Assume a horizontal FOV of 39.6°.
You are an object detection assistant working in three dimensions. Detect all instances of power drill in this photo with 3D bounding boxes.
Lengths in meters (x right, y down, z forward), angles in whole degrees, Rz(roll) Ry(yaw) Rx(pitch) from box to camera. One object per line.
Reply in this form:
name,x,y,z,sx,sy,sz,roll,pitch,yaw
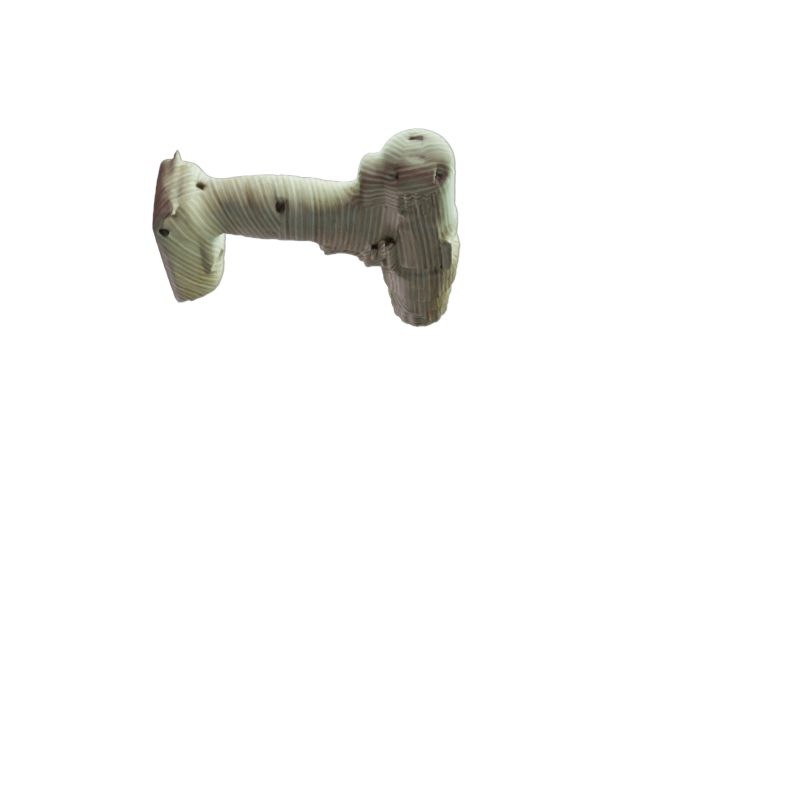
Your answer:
power drill,-0.056,-0.102,0.711,0.188,0.061,0.172,-2,-31,2
